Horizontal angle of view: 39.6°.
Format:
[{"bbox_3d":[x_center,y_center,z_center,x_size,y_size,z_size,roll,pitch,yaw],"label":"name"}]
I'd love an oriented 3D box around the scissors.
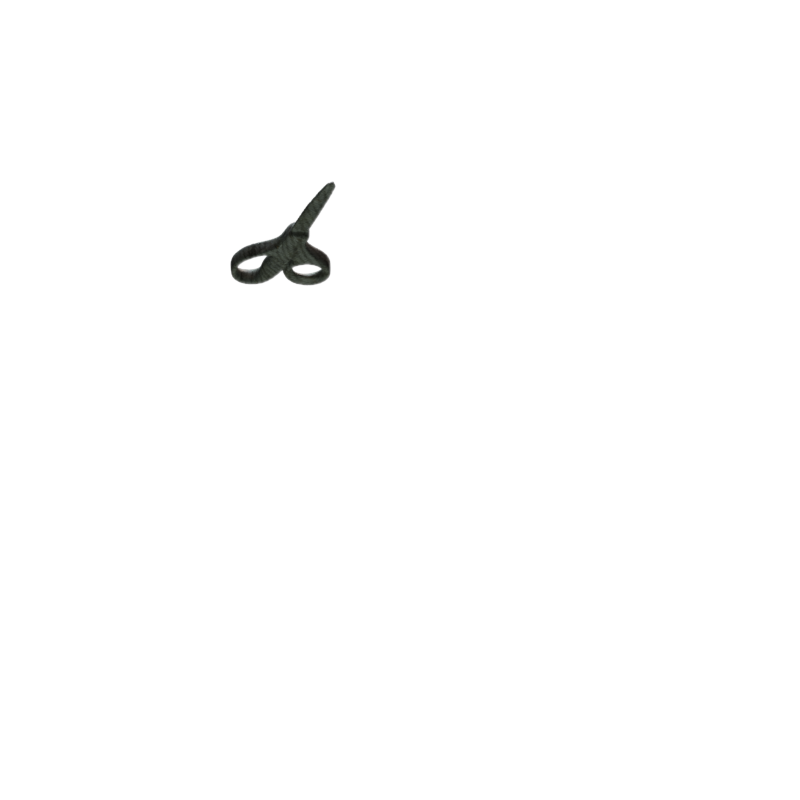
[{"bbox_3d":[-0.072,-0.132,0.922,0.092,0.016,0.202,11,-19,-33],"label":"scissors"}]
